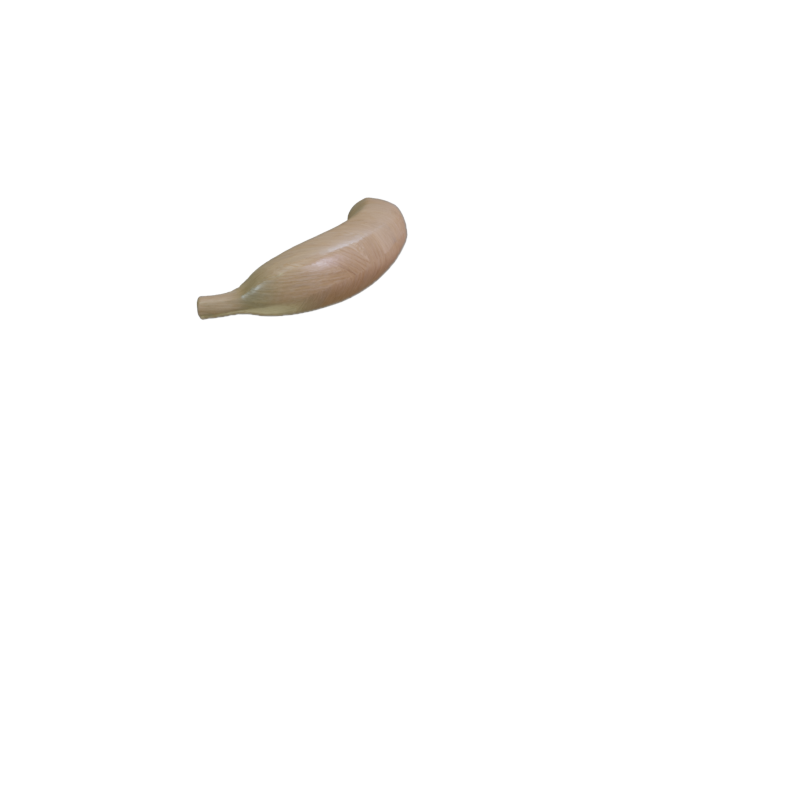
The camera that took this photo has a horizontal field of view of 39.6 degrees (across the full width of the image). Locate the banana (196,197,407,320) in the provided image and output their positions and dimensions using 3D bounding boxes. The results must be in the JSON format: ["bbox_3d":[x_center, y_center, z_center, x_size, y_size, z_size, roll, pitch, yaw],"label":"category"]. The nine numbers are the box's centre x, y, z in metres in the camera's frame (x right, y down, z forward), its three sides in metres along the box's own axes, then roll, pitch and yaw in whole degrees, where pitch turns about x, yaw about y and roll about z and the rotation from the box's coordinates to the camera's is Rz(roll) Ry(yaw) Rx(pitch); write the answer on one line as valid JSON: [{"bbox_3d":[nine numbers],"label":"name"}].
[{"bbox_3d":[-0.035,-0.086,0.628,0.072,0.035,0.199,10,25,23],"label":"banana"}]
